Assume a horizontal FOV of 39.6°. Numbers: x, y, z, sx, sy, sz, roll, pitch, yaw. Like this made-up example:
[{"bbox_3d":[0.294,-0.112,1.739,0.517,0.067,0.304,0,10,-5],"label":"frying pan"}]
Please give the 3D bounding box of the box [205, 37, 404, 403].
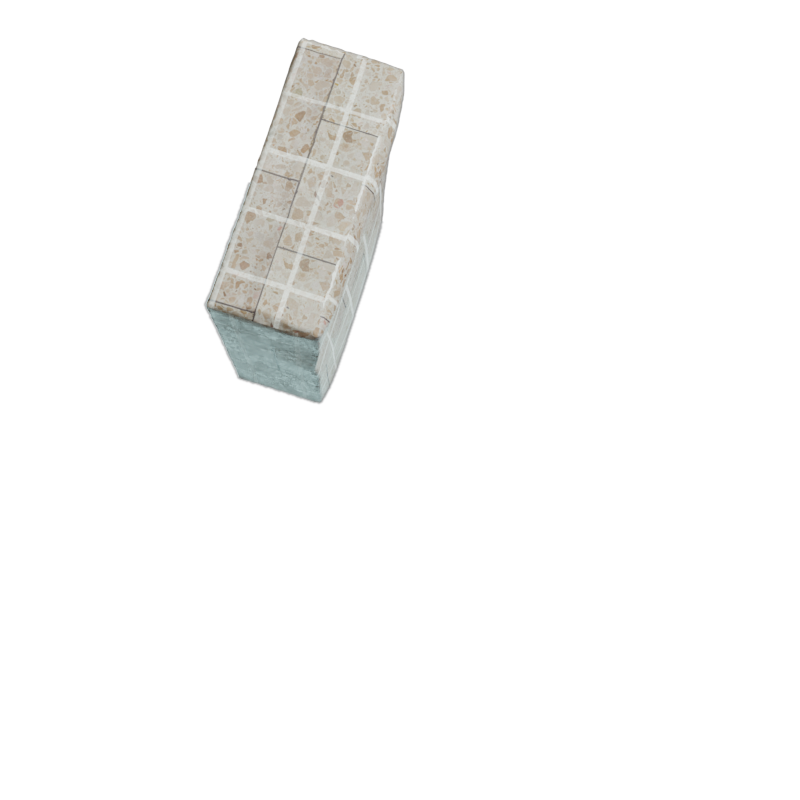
[{"bbox_3d":[-0.054,-0.099,0.691,0.072,0.169,0.207,17,-12,-1],"label":"box"}]
